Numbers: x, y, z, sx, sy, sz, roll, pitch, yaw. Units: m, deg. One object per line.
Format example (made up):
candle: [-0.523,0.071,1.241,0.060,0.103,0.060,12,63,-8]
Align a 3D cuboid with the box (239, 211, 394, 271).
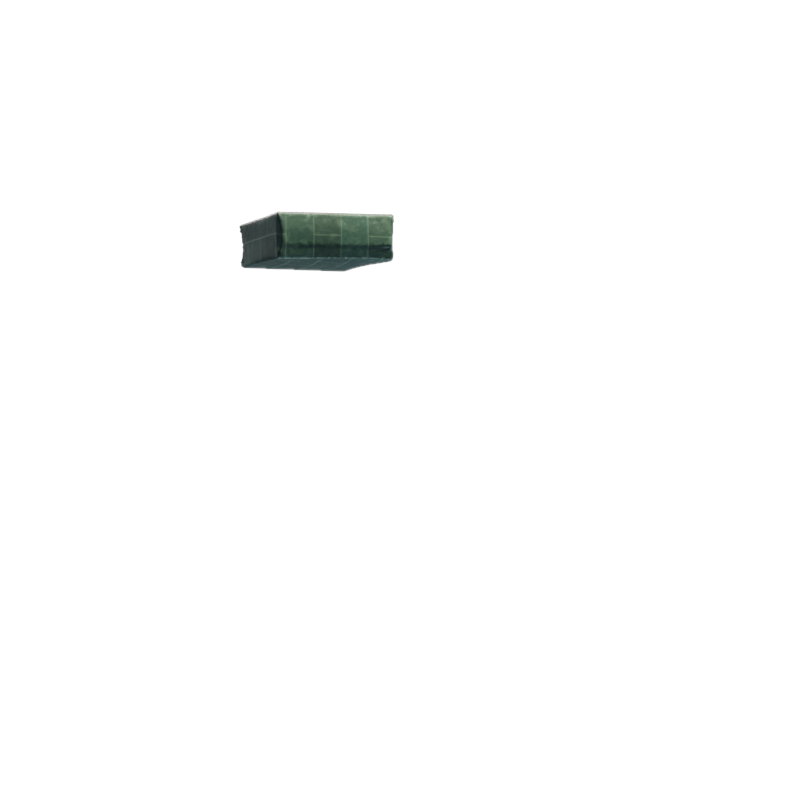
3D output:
box: [-0.066,-0.120,0.843,0.088,0.039,0.116,0,1,-21]
